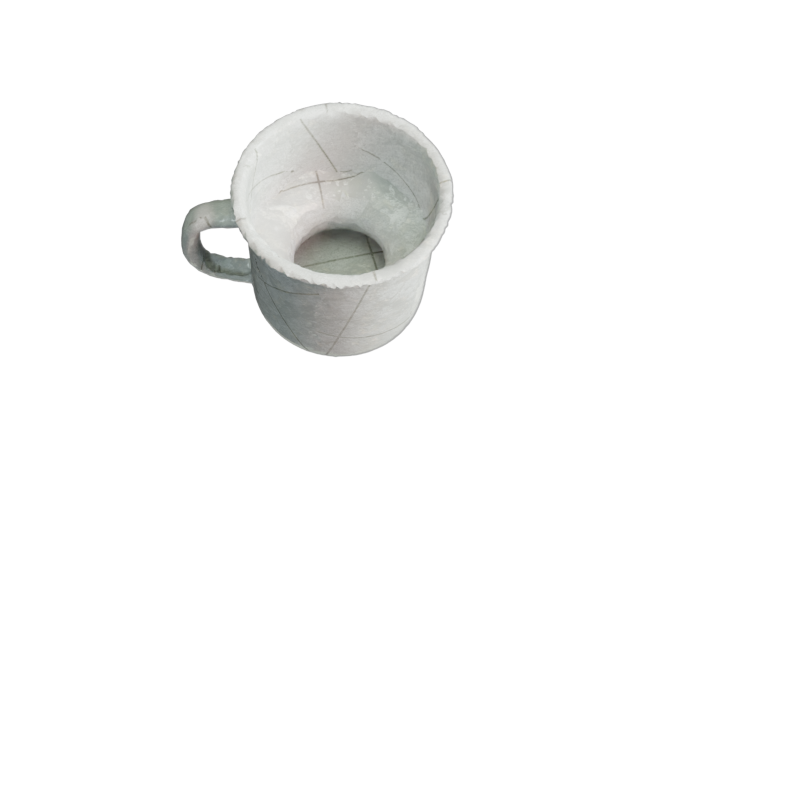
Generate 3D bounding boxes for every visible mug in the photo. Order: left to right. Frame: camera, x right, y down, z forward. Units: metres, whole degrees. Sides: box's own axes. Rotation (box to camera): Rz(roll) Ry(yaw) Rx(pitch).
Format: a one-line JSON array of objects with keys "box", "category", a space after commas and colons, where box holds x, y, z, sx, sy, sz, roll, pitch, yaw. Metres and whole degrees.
[{"box": [-0.039, -0.071, 0.494, 0.117, 0.099, 0.077, -4, -28, -4], "category": "mug"}]
